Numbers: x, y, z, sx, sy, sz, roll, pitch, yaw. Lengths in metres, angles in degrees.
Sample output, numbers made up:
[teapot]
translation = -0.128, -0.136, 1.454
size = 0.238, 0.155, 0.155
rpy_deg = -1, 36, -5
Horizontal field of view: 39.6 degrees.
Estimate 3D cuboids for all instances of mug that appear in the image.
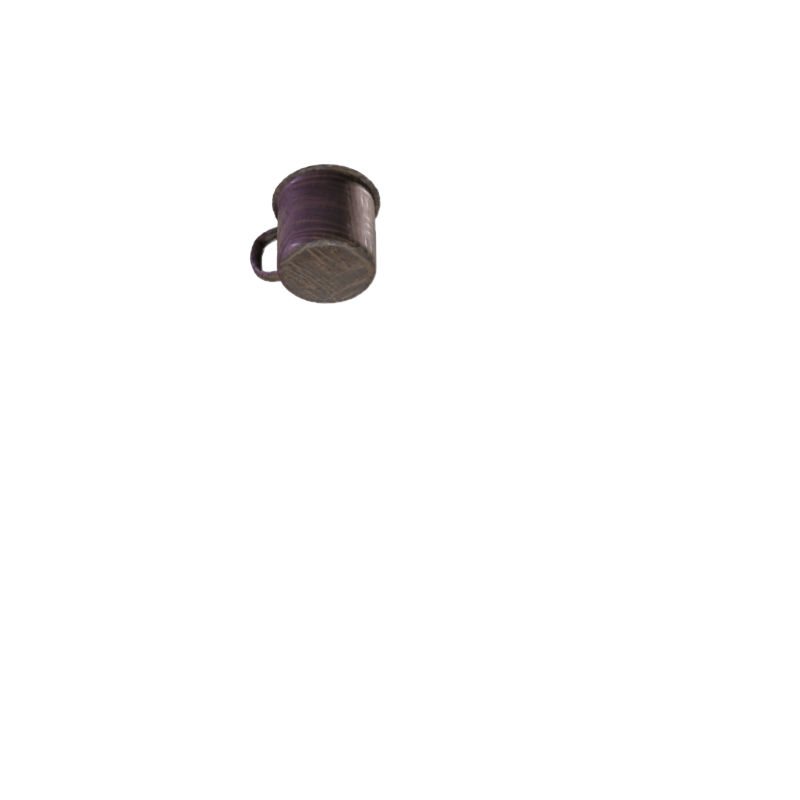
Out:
[mug]
translation = -0.072, -0.132, 0.922
size = 0.118, 0.087, 0.086
rpy_deg = -15, -40, 16
